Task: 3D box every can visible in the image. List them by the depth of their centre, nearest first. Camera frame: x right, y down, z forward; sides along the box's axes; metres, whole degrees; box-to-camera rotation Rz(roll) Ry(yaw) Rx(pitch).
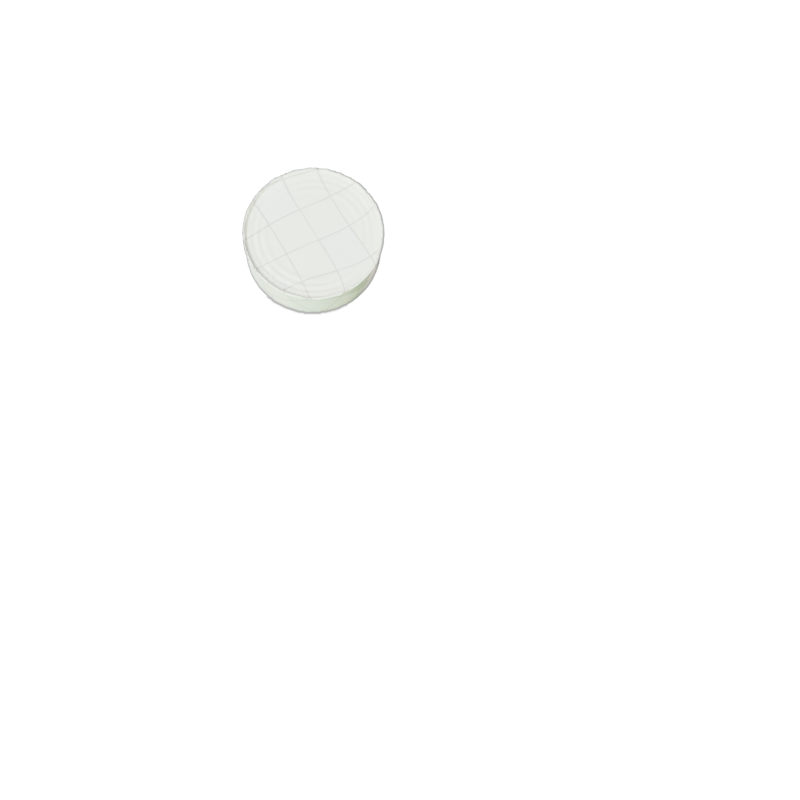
[{"bbox_3d":[-0.053,-0.097,0.682,0.086,0.090,0.032,-1,-20,-1],"label":"can"}]
